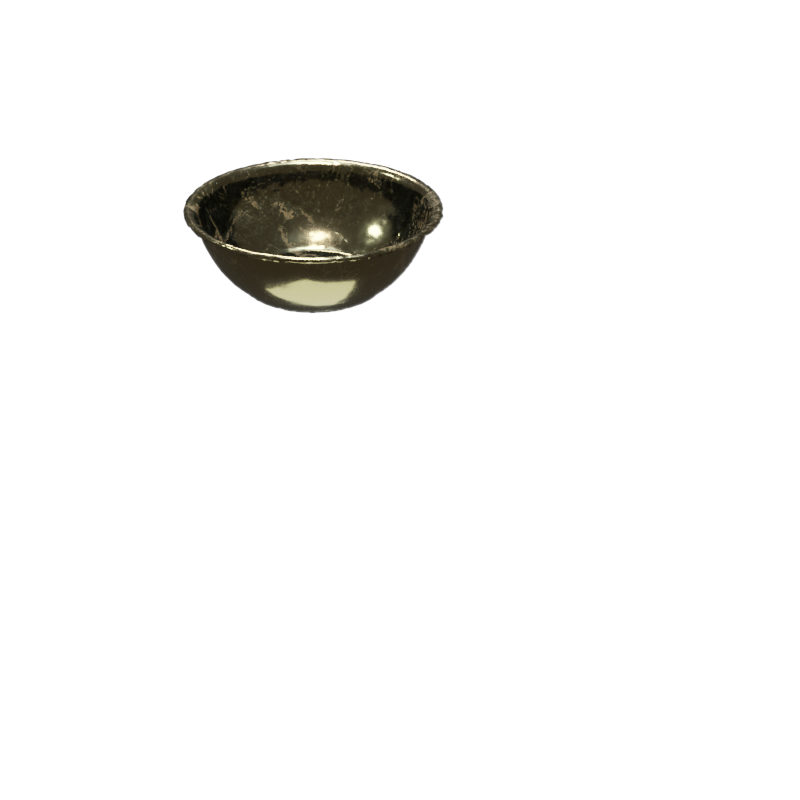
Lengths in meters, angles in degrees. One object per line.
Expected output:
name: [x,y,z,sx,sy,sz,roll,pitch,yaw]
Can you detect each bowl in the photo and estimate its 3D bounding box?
bowl: [-0.055,-0.100,0.703,0.162,0.052,0.172,-1,31,-2]
